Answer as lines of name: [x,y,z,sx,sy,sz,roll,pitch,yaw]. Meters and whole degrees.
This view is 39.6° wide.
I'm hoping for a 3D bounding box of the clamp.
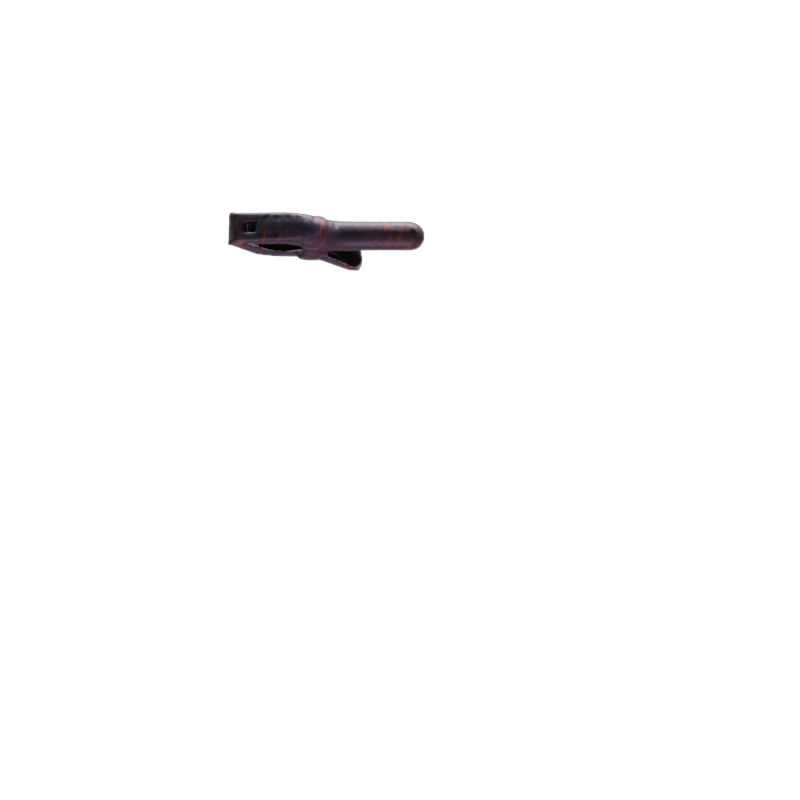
clamp: [-0.078,-0.142,0.998,0.166,0.041,0.119,5,-14,-21]
